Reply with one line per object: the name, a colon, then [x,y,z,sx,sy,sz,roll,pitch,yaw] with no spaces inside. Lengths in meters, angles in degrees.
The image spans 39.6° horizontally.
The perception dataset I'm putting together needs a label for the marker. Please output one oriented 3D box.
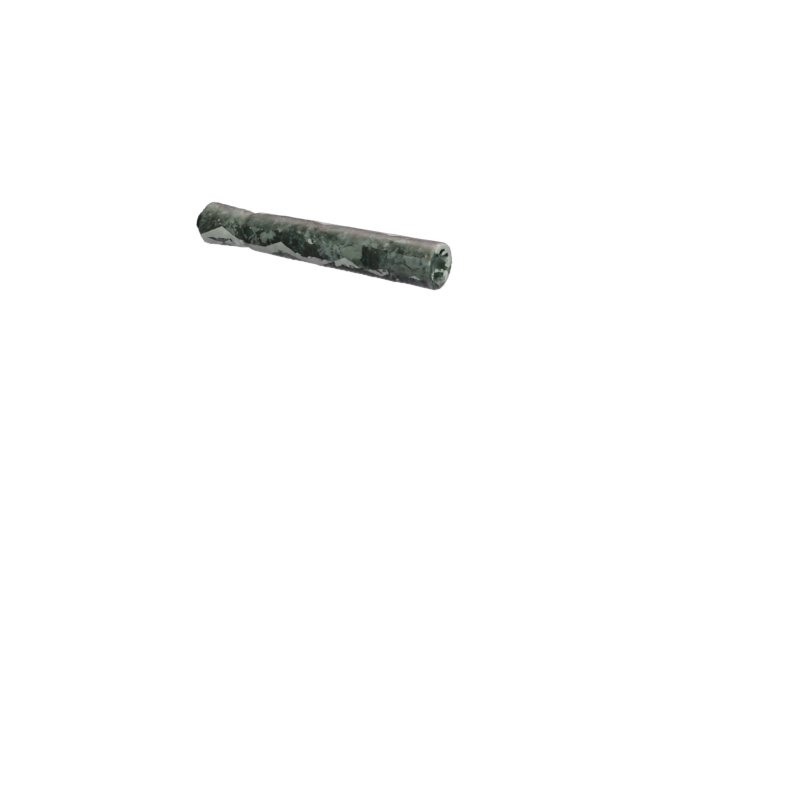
marker: [-0.036,-0.066,0.459,0.127,0.019,0.019,15,11,32]
